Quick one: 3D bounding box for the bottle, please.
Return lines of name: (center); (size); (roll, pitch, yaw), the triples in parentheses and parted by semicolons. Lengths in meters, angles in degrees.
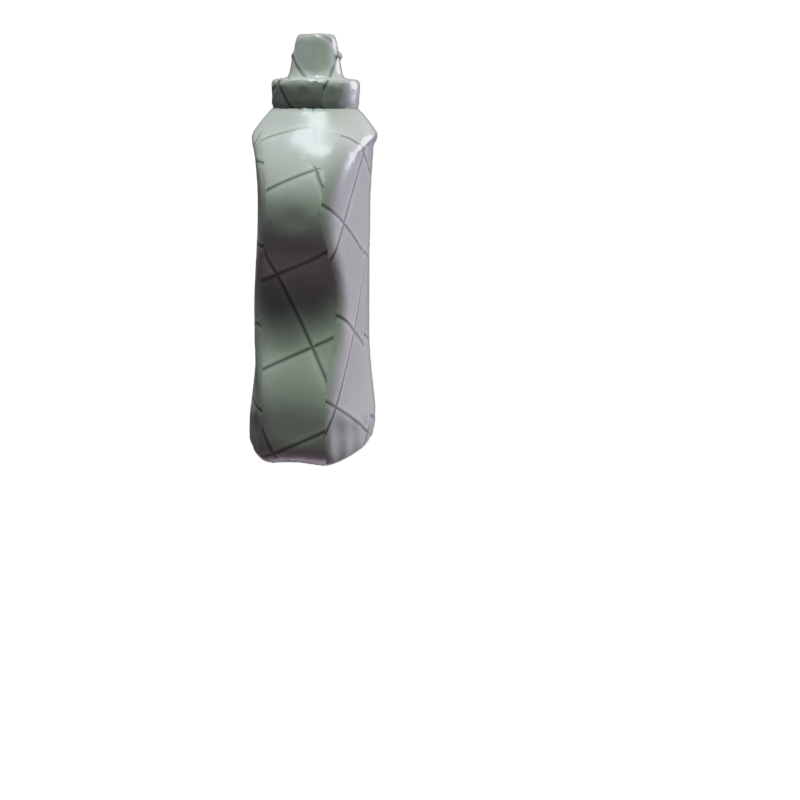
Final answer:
bottle: (-0.040, -0.074, 0.521); (0.059, 0.188, 0.097); (2, 9, 9)
